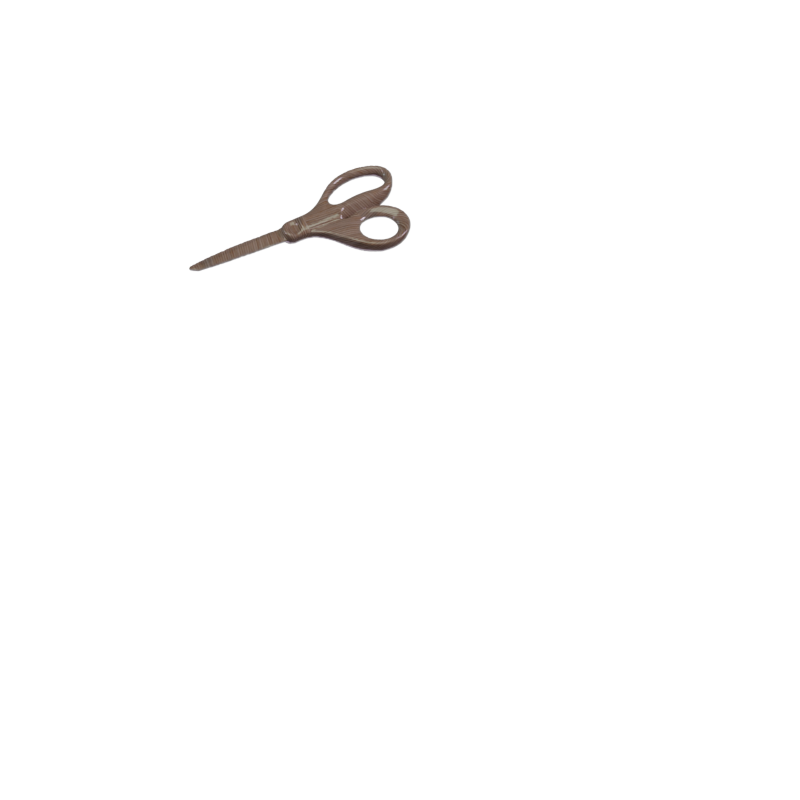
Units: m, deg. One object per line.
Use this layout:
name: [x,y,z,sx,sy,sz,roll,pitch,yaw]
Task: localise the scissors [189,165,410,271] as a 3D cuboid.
scissors: [-0.076,-0.139,0.971,0.203,0.102,0.015,-37,-25,-21]
